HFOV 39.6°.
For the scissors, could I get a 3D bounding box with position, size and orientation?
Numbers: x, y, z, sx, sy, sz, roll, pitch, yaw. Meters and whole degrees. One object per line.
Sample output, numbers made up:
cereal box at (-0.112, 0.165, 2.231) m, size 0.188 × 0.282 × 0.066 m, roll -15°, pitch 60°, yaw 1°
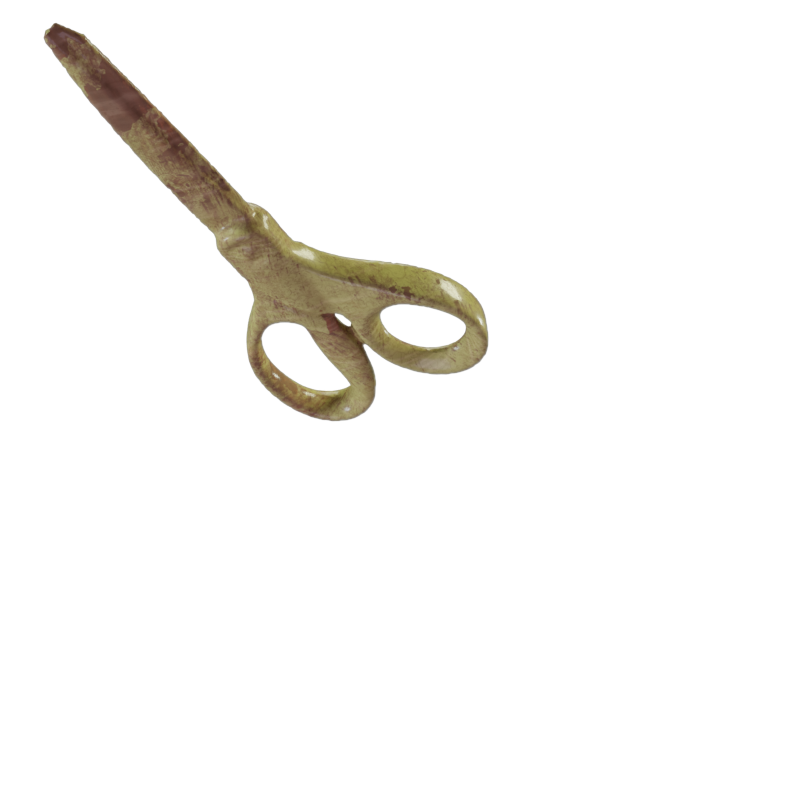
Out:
scissors at (-0.028, -0.051, 0.354) m, size 0.097 × 0.017 × 0.186 m, roll -7°, pitch -35°, yaw 10°
